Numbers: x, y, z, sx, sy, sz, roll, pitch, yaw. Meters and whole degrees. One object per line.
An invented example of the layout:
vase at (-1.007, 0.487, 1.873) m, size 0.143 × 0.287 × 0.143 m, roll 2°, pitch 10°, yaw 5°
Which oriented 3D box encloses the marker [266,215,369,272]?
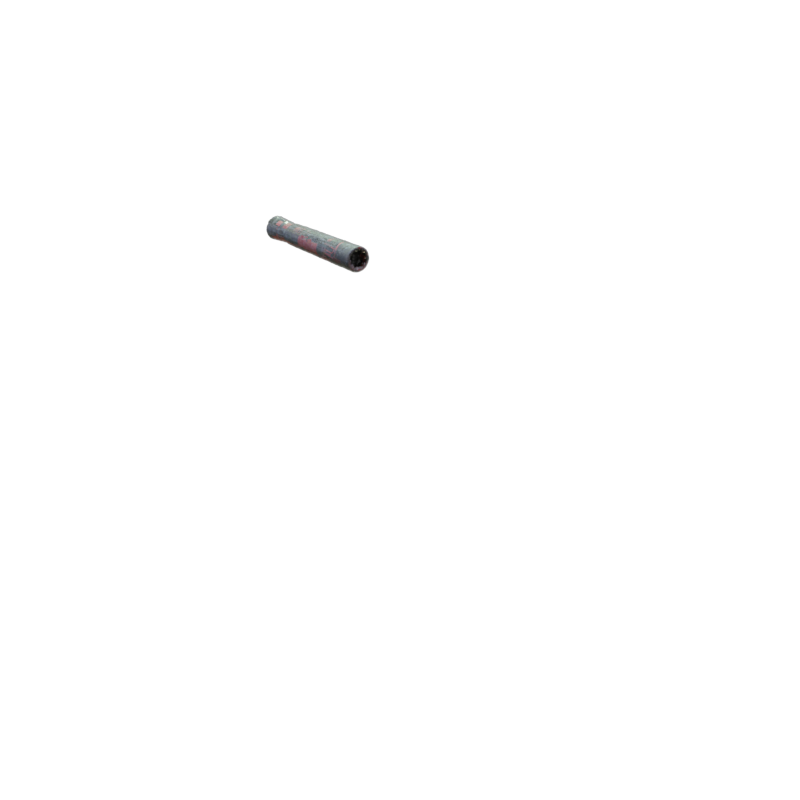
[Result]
marker at (-0.064, -0.116, 0.816) m, size 0.019 × 0.019 × 0.129 m, roll -3°, pitch 19°, yaw -34°
